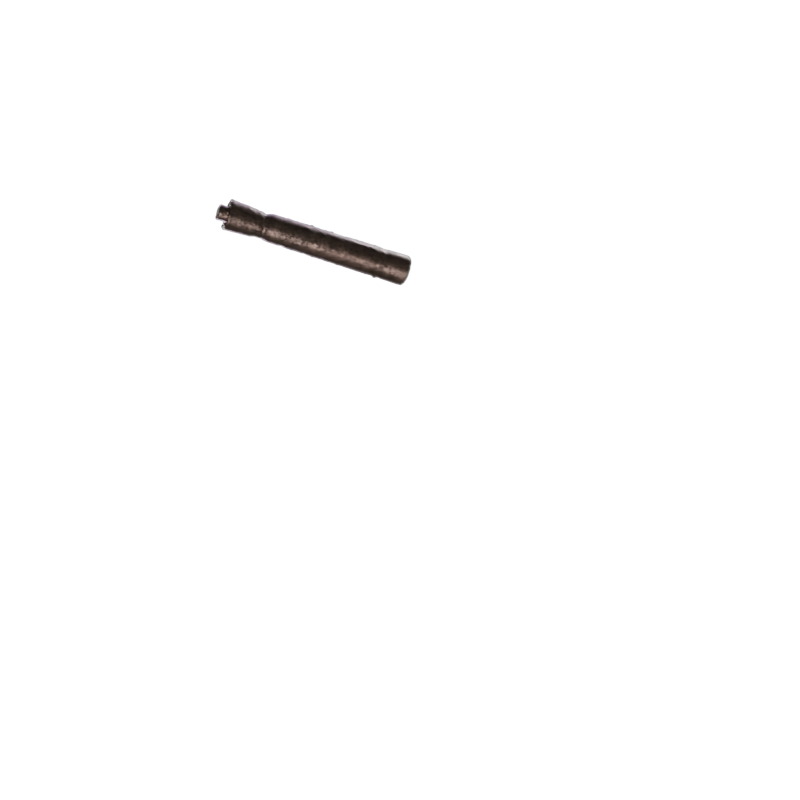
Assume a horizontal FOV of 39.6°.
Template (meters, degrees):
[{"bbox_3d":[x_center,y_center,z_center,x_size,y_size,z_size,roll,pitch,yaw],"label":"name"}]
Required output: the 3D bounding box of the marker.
[{"bbox_3d":[-0.052,-0.095,0.663,0.118,0.020,0.020,16,0,-13],"label":"marker"}]
